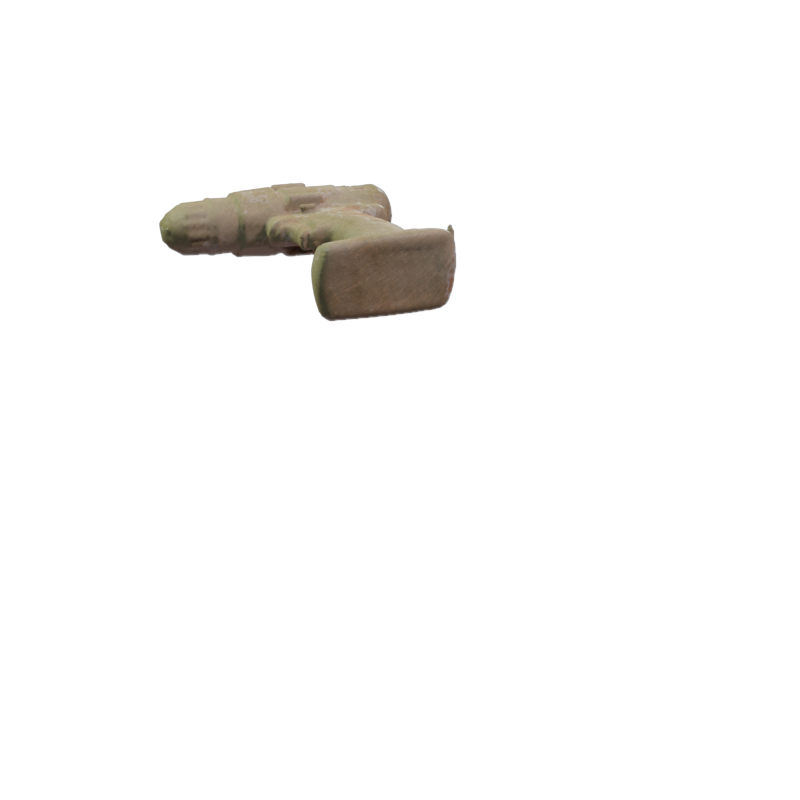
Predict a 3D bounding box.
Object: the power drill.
[{"bbox_3d":[-0.062,-0.113,0.791,0.181,0.055,0.200,-11,27,-23],"label":"power drill"}]
